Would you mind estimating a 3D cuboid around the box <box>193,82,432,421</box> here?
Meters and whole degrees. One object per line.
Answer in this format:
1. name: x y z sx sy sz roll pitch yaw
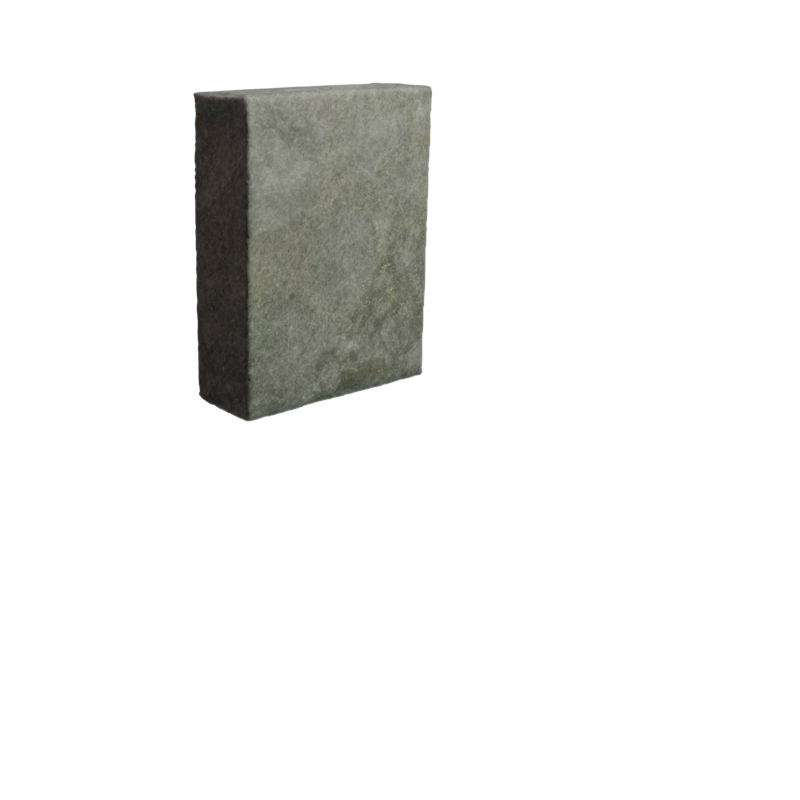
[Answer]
1. box: -0.060 -0.110 0.772 0.160 0.208 0.076 -12 18 -41
